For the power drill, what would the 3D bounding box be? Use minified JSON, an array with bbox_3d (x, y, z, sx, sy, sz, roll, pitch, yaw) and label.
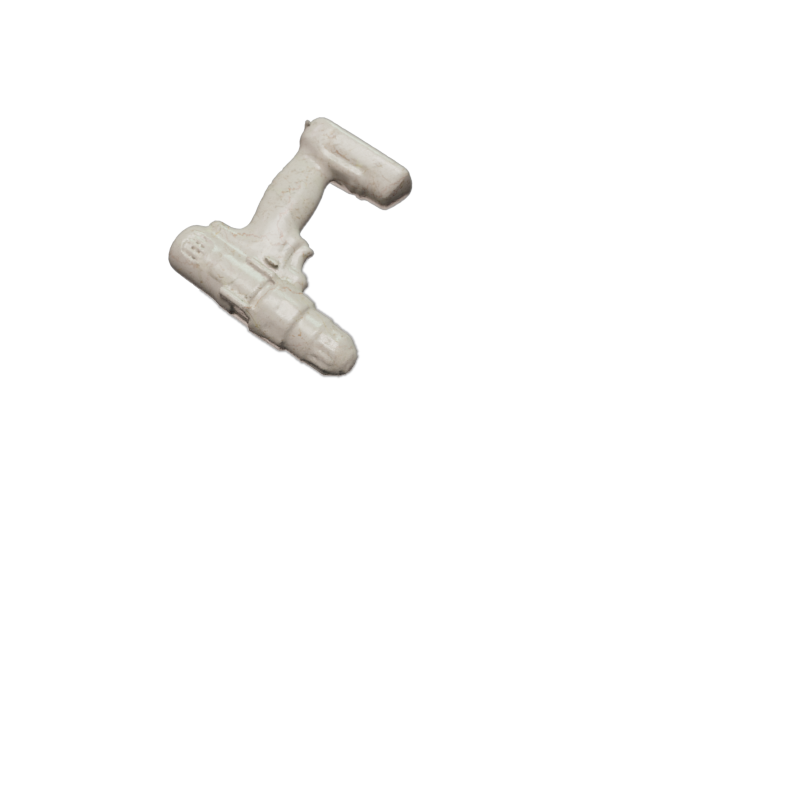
[{"bbox_3d":[-0.073,-0.133,0.929,0.191,0.191,0.054,35,-18,13],"label":"power drill"}]
